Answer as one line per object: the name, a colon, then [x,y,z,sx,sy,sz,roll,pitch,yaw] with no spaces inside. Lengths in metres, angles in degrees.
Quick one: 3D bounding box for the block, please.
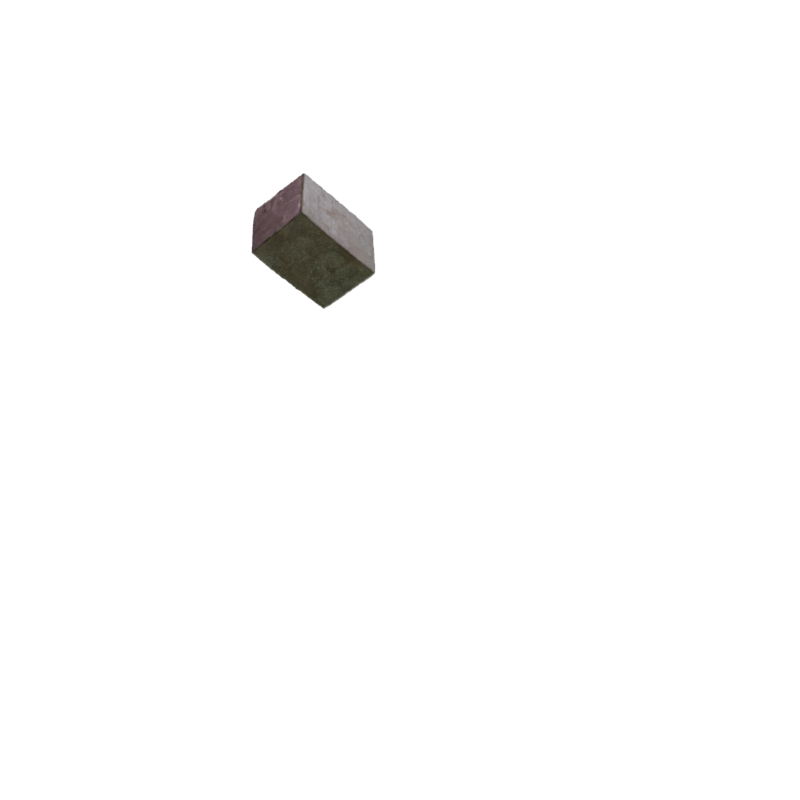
block: [-0.063,-0.115,0.805,0.052,0.055,0.073,-35,-55,26]
